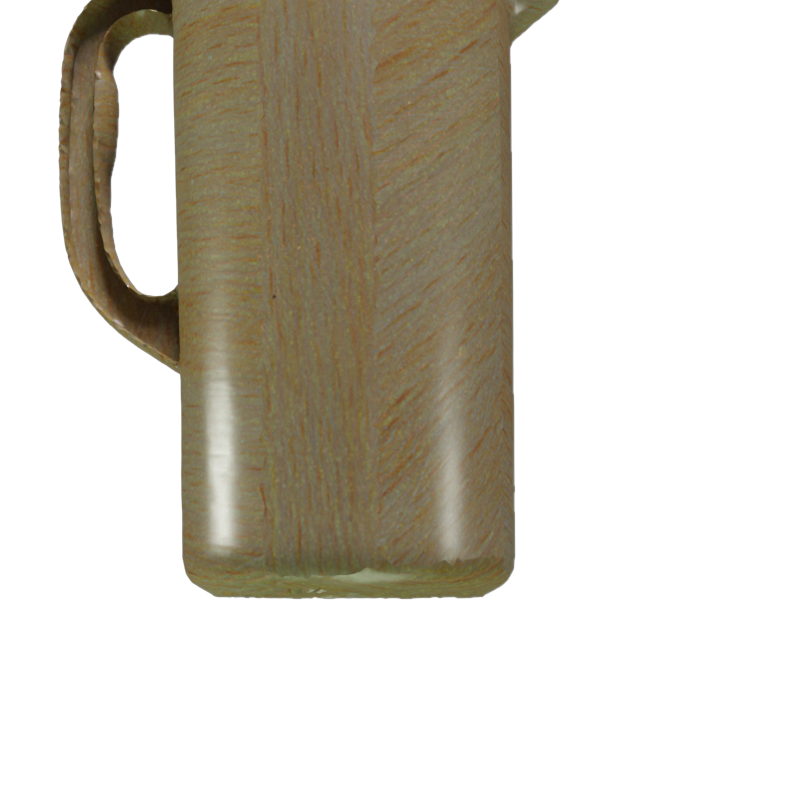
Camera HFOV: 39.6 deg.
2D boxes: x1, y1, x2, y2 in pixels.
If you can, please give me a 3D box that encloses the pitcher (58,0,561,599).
[{"bbox_3d":[-0.031,-0.057,0.398,0.137,0.253,0.151,14,-22,-42],"label":"pitcher"}]
